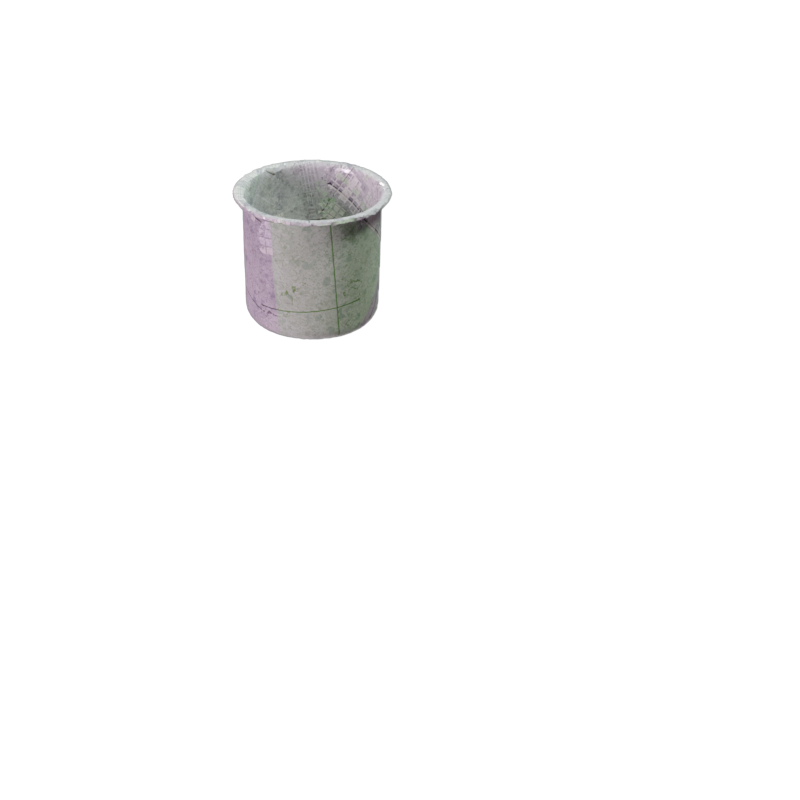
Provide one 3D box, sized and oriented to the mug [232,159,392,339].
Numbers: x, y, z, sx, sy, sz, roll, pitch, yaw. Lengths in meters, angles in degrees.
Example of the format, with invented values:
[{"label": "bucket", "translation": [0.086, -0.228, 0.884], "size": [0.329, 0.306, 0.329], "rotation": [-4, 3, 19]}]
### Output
[{"label": "mug", "translation": [-0.053, -0.097, 0.676], "size": [0.093, 0.077, 0.124], "rotation": [1, 31, 0]}]
